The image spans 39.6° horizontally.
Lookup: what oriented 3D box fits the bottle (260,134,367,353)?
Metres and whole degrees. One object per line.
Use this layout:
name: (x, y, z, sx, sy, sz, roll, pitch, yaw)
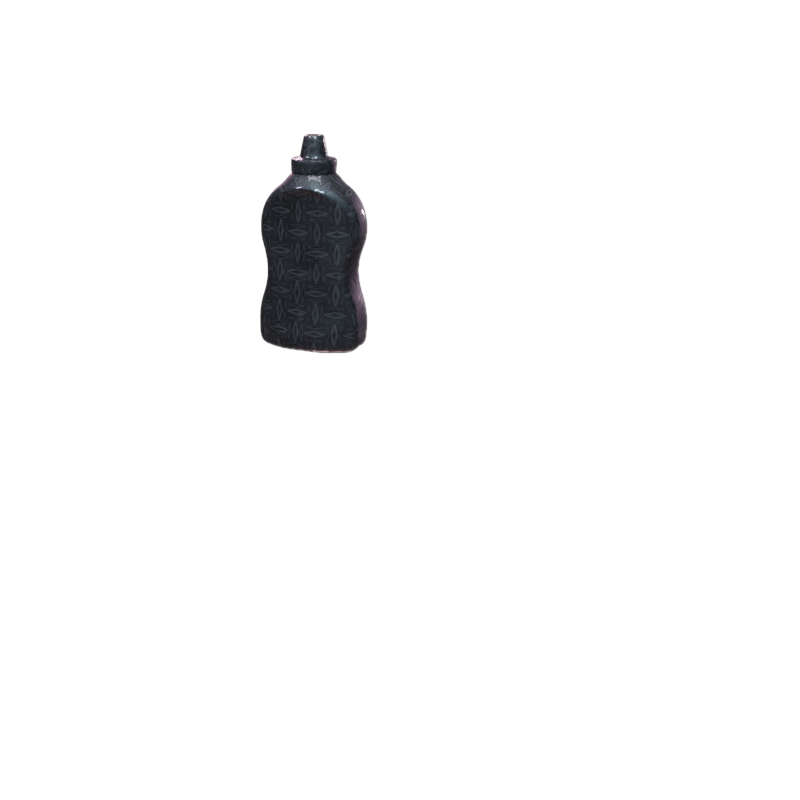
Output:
bottle: (-0.078, -0.142, 0.994, 0.099, 0.186, 0.058, 6, 13, 23)
